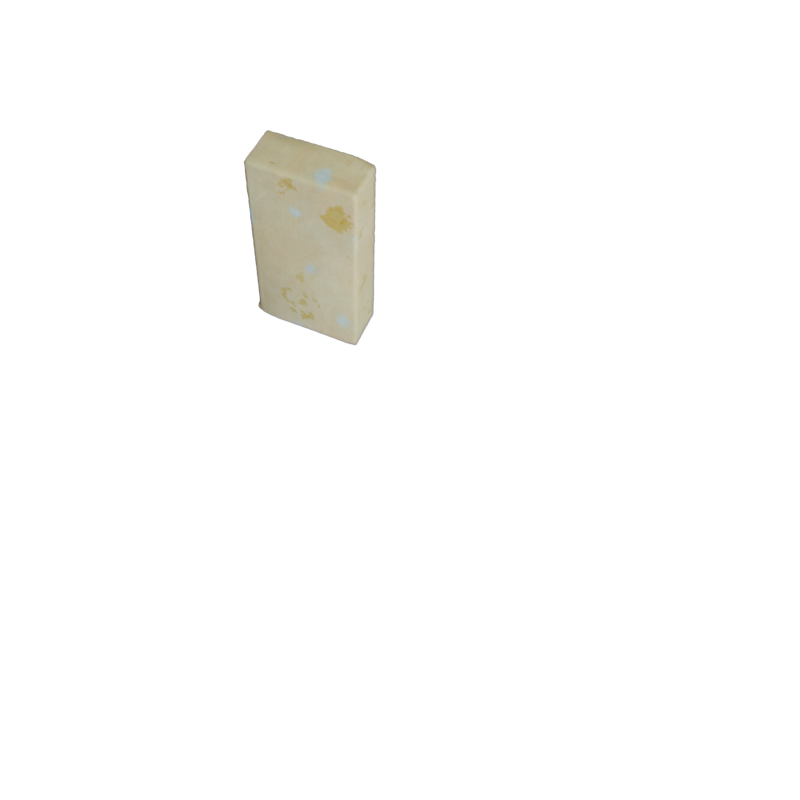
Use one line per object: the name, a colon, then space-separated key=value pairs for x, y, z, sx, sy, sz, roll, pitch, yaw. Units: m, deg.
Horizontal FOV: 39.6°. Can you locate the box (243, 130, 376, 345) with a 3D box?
box: x=-0.068 y=-0.124 z=0.867 sx=0.096 sy=0.050 sz=0.164 roll=21 pitch=-38 yaw=14
